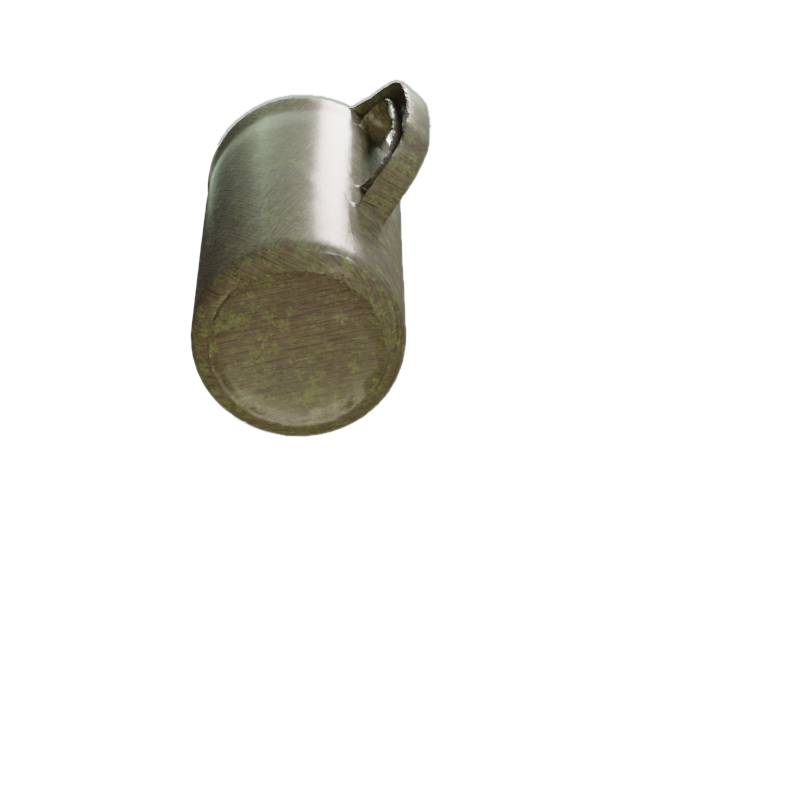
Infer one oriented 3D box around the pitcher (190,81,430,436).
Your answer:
[{"bbox_3d":[-0.051,-0.093,0.651,0.145,0.141,0.257,-2,28,-2],"label":"pitcher"}]
